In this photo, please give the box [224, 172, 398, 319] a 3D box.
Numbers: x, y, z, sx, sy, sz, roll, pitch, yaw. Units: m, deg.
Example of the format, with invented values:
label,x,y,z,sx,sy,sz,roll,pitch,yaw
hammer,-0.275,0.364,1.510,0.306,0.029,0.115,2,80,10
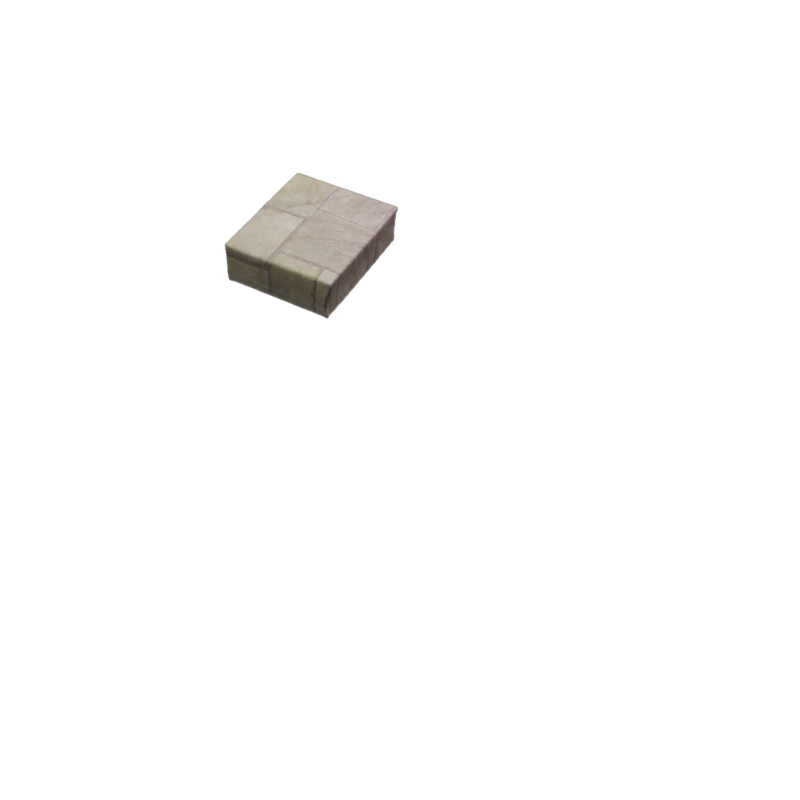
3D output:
label,x,y,z,sx,sy,sz,roll,pitch,yaw
box,-0.066,-0.120,0.839,0.093,0.036,0.117,19,47,19
